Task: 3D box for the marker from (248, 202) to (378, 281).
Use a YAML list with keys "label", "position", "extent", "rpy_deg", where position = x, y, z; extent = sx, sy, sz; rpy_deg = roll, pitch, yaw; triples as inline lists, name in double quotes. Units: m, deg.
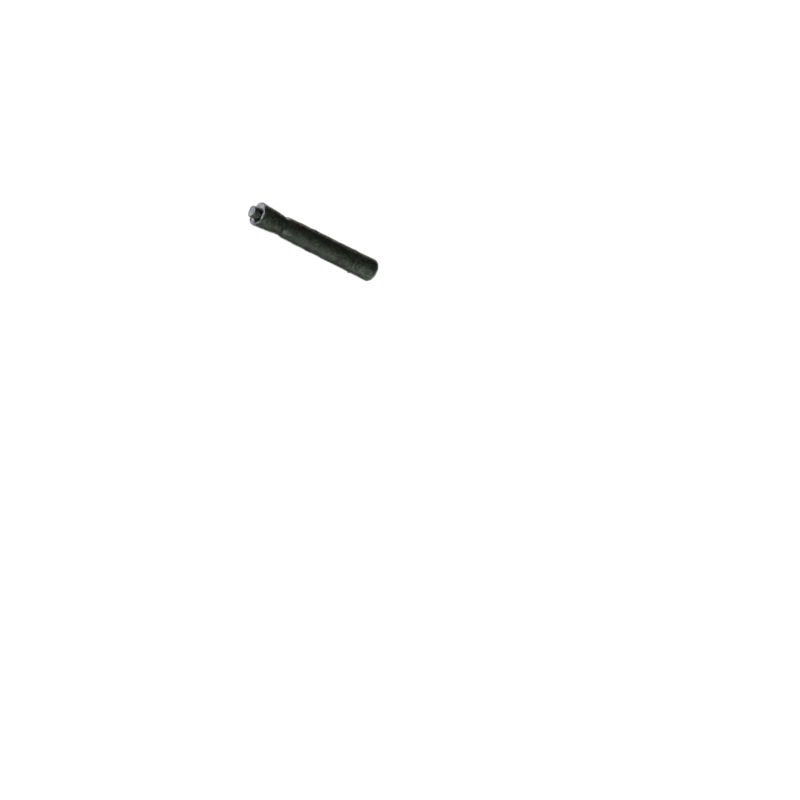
- label: "marker"
  position: [-0.067, -0.121, 0.850]
  extent: [0.114, 0.020, 0.021]
  rpy_deg: [23, -10, -34]
